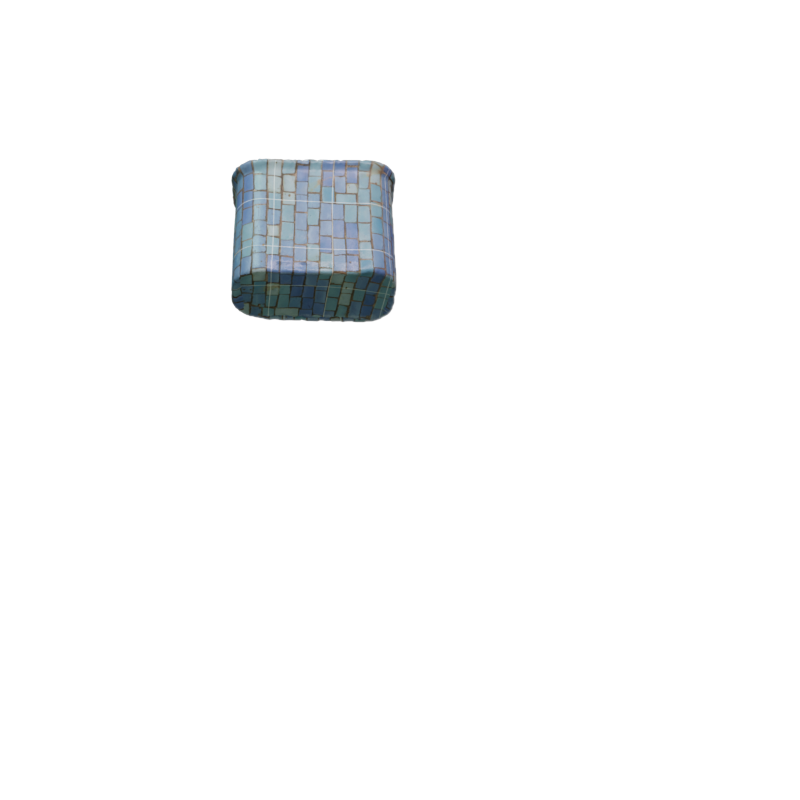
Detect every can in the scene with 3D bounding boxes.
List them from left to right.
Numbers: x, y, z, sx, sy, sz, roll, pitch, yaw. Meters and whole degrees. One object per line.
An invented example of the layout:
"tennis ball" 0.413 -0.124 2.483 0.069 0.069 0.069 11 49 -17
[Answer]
"can" -0.053 -0.096 0.672 0.102 0.090 0.054 0 -34 -3
